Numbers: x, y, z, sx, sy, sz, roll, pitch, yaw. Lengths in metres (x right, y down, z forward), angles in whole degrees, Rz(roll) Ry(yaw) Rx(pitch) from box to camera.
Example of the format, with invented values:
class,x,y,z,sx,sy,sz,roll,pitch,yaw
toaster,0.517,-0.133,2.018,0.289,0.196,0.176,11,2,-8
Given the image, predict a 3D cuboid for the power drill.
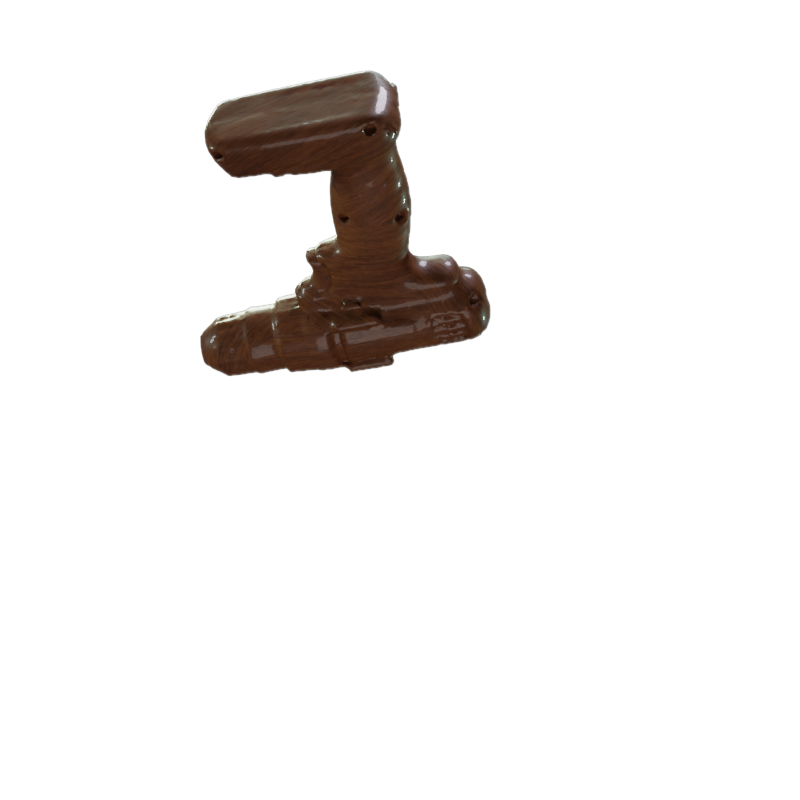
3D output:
class,x,y,z,sx,sy,sz,roll,pitch,yaw
power drill,-0.051,-0.093,0.653,0.186,0.173,0.062,-10,42,9
